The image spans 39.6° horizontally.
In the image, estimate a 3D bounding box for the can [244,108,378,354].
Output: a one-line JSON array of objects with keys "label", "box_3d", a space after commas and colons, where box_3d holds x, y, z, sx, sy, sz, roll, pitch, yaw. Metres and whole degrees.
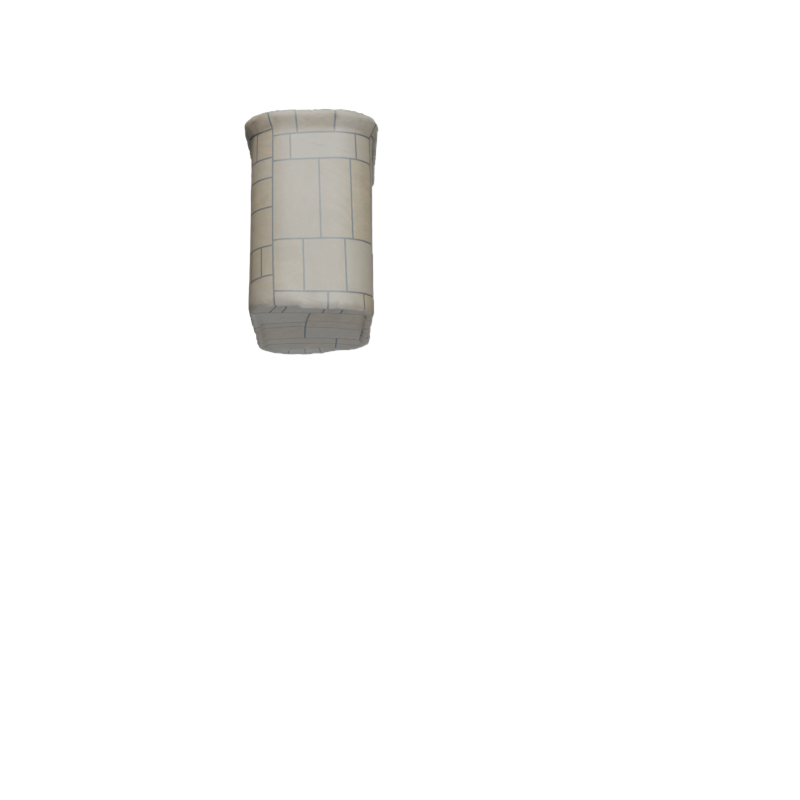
[{"label": "can", "box_3d": [-0.039, -0.070, 0.493, 0.057, 0.087, 0.099, 0, -12, -2]}]
